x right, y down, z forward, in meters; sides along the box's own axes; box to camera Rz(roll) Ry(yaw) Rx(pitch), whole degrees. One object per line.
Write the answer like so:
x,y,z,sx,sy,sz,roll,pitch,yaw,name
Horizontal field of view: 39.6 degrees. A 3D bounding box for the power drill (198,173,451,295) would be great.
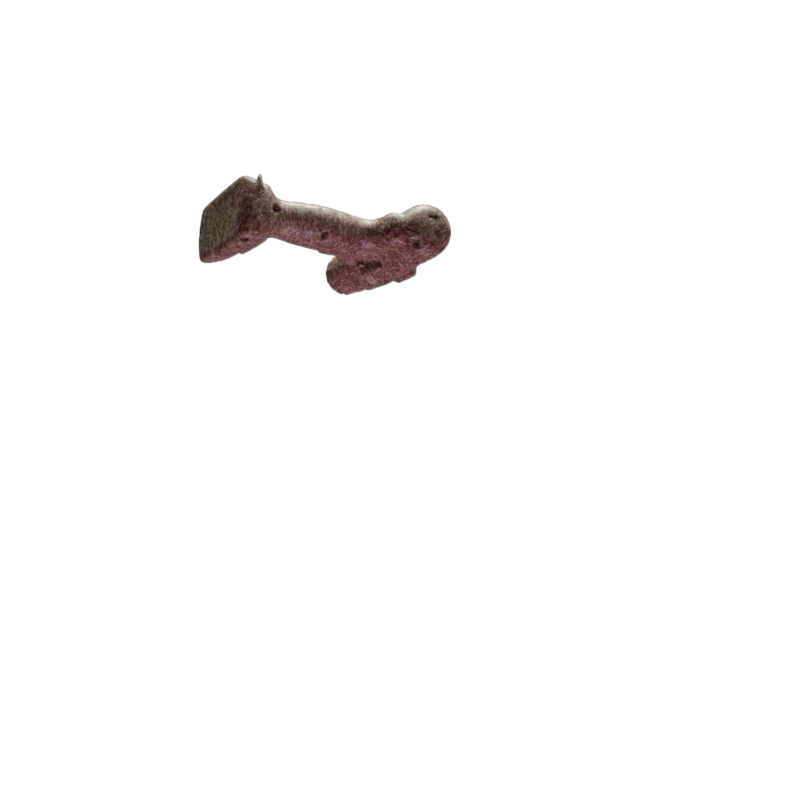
-0.075,-0.137,0.963,0.181,0.059,0.185,6,-13,-27,power drill
